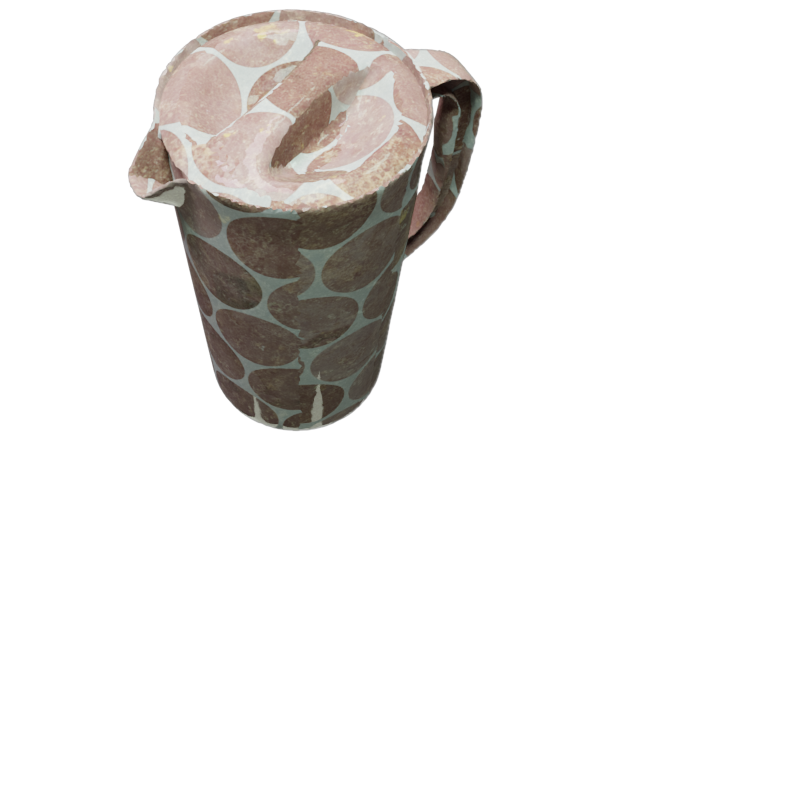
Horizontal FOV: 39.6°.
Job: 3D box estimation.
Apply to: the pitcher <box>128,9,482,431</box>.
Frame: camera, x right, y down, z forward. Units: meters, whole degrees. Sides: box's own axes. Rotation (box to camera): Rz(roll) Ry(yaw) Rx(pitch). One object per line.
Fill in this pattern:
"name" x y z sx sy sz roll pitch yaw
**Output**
"pitcher" -0.048 -0.088 0.617 0.152 0.152 0.227 15 -32 6
